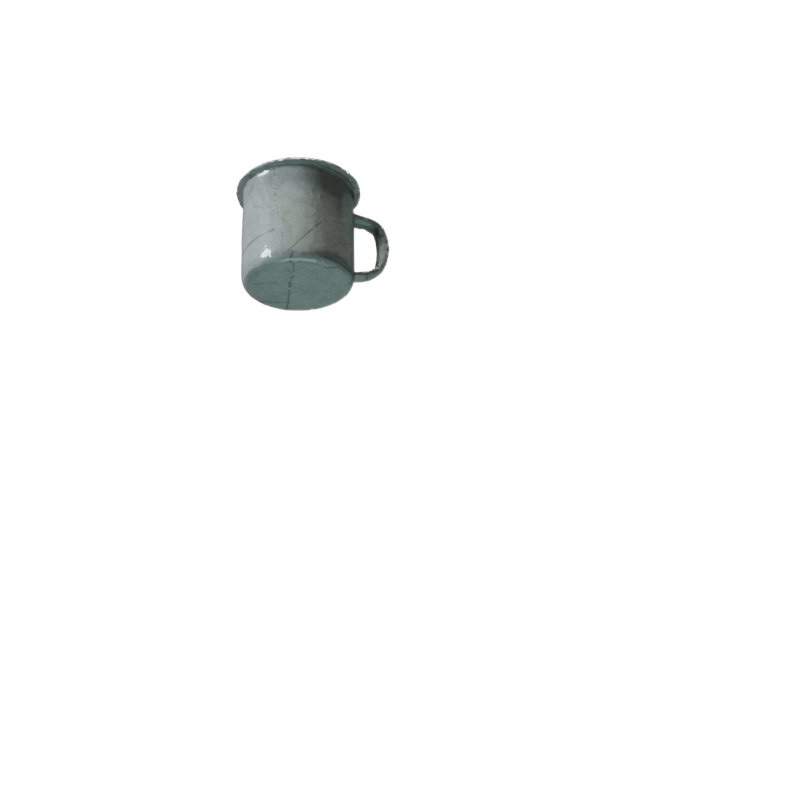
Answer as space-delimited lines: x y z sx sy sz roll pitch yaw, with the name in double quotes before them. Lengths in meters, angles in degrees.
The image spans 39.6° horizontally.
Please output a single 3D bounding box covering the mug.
"mug" -0.064 -0.116 0.814 0.113 0.087 0.091 10 -30 -20
